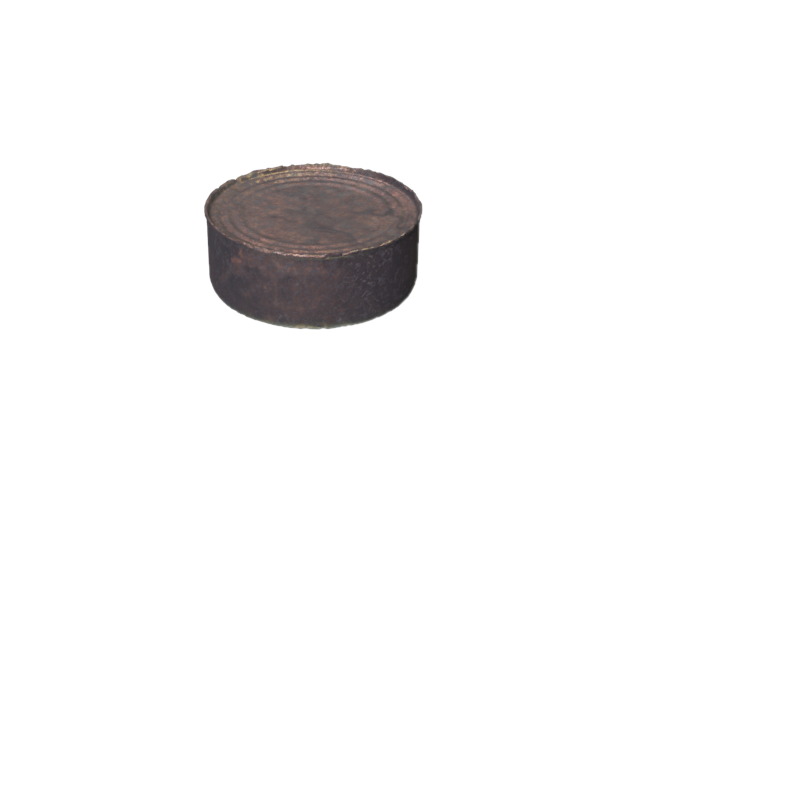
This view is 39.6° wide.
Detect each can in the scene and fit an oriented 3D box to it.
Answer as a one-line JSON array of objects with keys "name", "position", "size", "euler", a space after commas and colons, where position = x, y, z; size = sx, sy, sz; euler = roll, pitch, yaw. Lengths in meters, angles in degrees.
[{"name": "can", "position": [-0.035, -0.063, 0.444], "size": [0.086, 0.032, 0.091], "euler": [-1, 32, -2]}]
